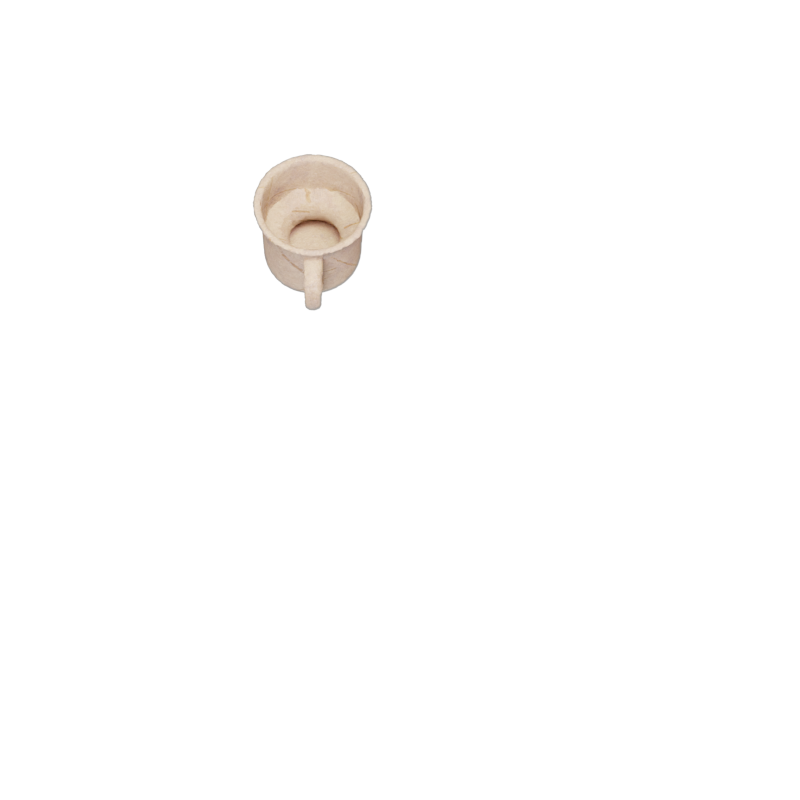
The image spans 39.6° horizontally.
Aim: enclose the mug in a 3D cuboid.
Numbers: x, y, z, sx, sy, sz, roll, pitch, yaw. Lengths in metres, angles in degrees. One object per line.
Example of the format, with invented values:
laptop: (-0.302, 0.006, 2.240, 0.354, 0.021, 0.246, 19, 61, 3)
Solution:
mug: (-0.070, -0.128, 0.895, 0.093, 0.125, 0.077, -3, -27, -3)
